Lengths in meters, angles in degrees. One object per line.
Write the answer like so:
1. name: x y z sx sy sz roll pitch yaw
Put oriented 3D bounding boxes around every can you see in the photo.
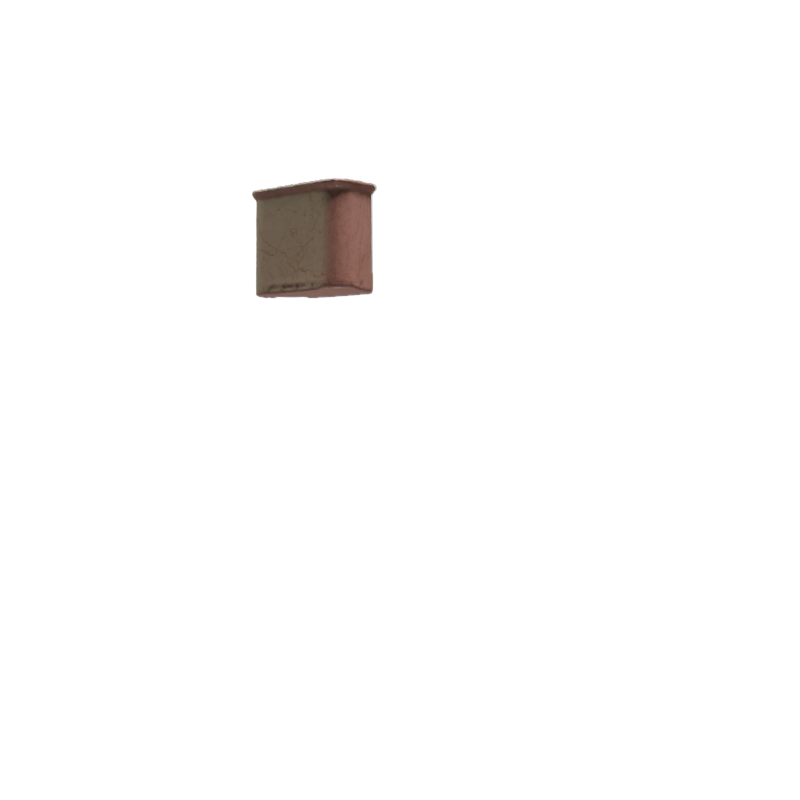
1. can: -0.068 -0.123 0.865 0.105 0.085 0.055 -2 -5 40
